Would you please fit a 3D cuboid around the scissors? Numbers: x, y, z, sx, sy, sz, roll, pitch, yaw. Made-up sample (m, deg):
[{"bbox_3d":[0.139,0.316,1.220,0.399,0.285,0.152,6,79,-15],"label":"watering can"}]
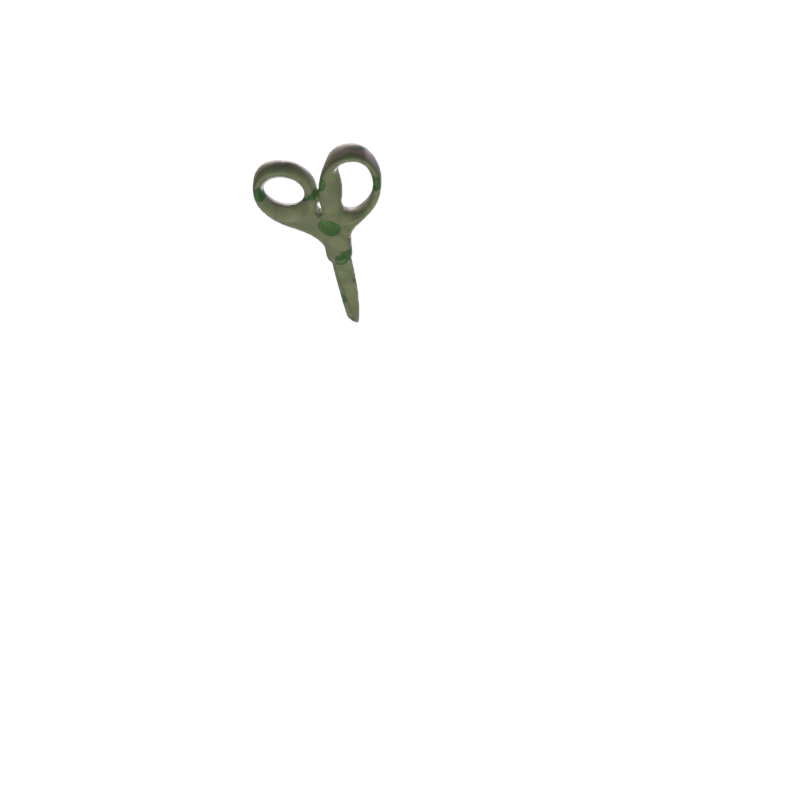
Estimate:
[{"bbox_3d":[-0.063,-0.114,0.800,0.095,0.017,0.191,5,-32,-9],"label":"scissors"}]
